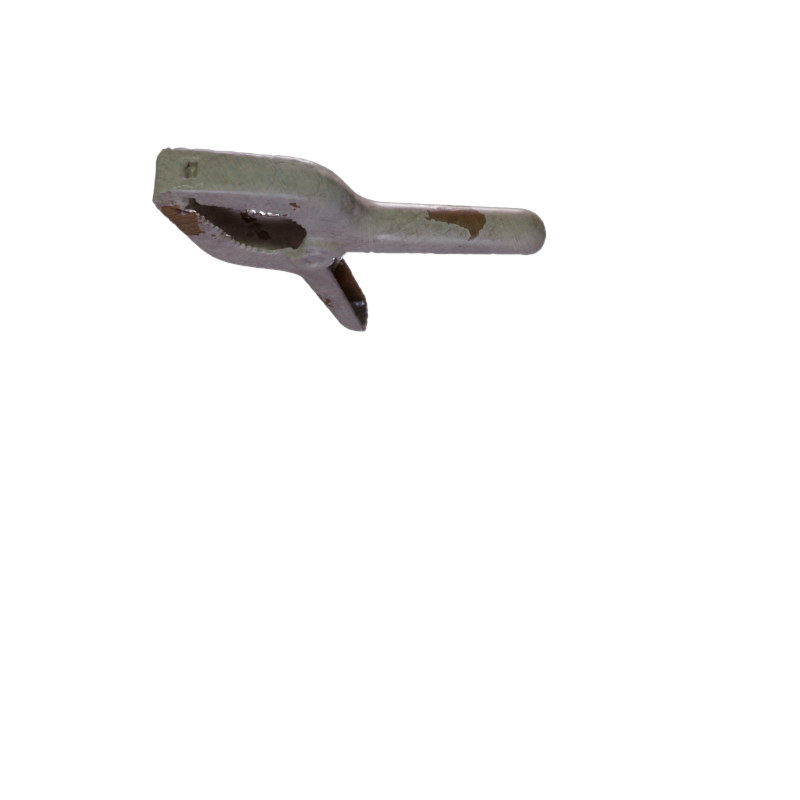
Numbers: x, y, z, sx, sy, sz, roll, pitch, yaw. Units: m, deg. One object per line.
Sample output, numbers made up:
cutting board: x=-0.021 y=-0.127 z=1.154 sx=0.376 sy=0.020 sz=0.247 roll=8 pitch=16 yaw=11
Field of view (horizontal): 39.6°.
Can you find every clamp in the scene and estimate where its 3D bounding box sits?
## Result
clamp: x=-0.049 y=-0.089 z=0.622 sx=0.200 sy=0.038 sz=0.163 roll=13 pitch=-25 yaw=-30
